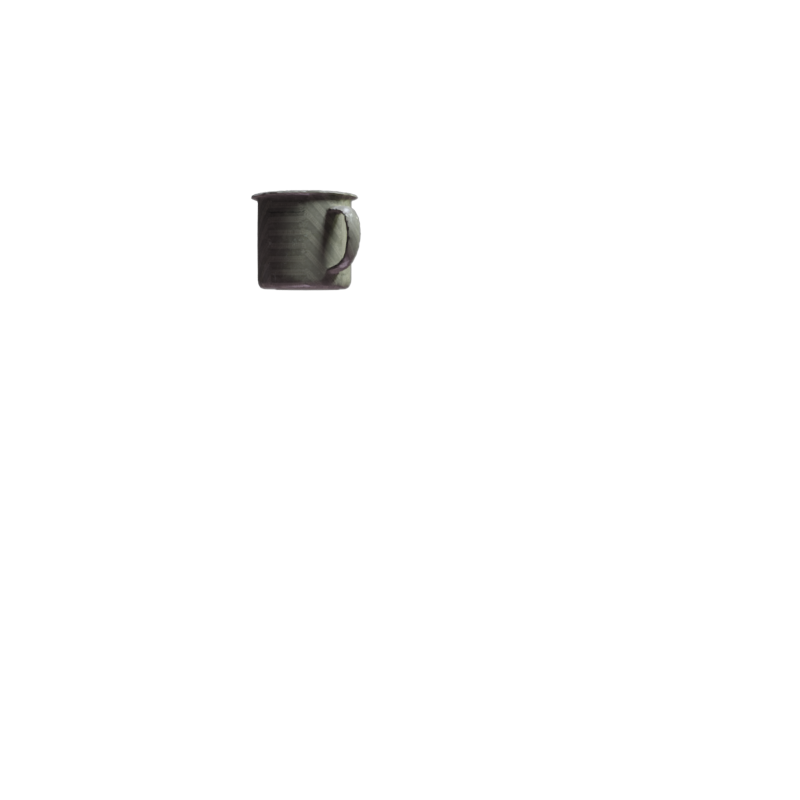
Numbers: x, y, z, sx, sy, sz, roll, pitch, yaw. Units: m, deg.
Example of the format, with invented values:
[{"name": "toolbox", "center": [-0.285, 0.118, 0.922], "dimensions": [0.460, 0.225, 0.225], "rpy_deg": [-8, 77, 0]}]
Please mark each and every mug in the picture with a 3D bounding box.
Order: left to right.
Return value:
[{"name": "mug", "center": [-0.075, -0.136, 0.953], "dimensions": [0.089, 0.082, 0.121], "rpy_deg": [0, 1, -42]}]
